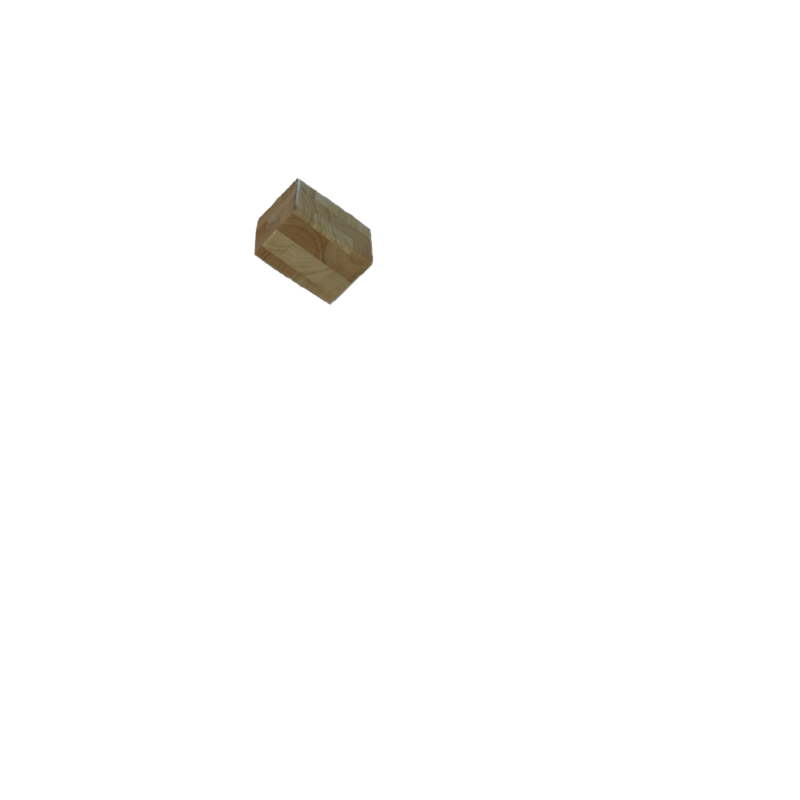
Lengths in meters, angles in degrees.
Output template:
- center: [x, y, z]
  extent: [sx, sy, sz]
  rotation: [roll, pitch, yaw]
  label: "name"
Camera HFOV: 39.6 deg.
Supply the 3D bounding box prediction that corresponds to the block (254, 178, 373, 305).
- center: [-0.067, -0.122, 0.854]
  extent: [0.074, 0.052, 0.055]
  rotation: [34, 29, -23]
  label: "block"
